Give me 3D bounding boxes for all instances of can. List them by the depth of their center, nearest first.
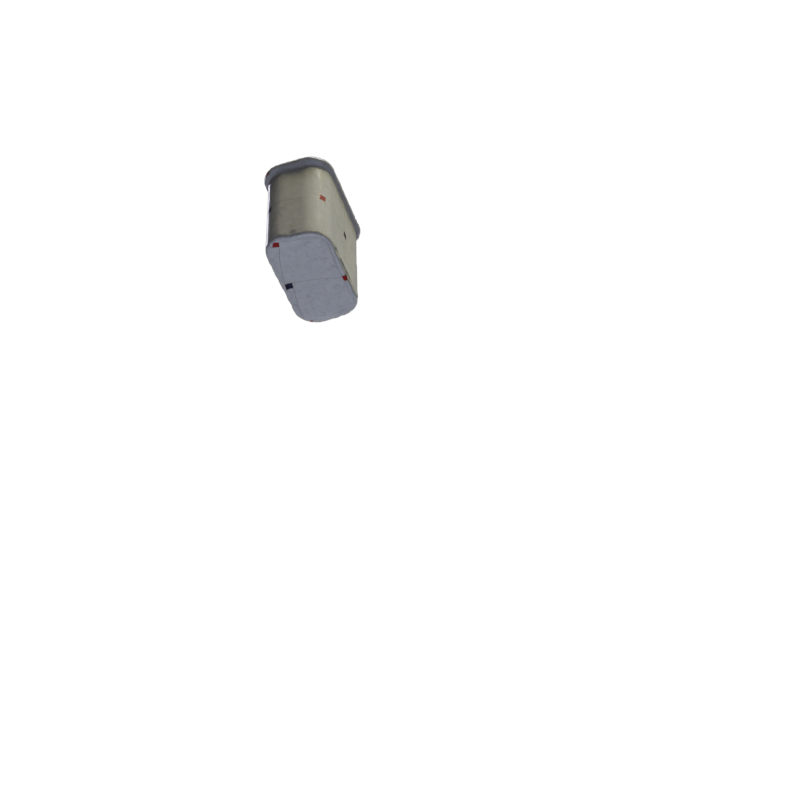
[{"bbox_3d":[-0.068,-0.124,0.866,0.058,0.090,0.094,-14,-43,12],"label":"can"}]
